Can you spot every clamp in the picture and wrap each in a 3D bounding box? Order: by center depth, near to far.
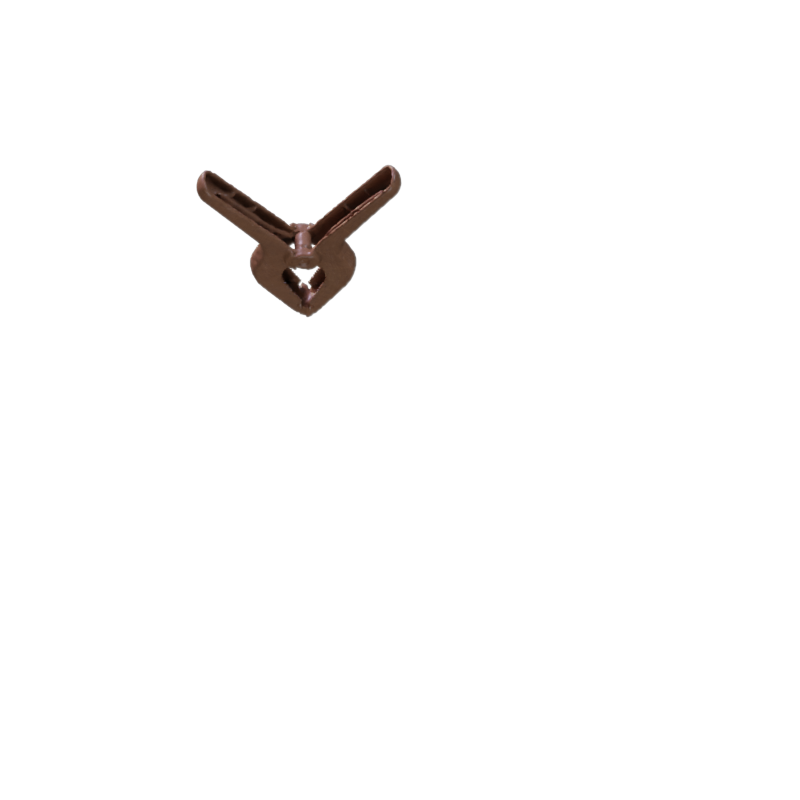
[{"bbox_3d":[-0.076,-0.138,0.965,0.166,0.039,0.196,-3,-28,5],"label":"clamp"}]
